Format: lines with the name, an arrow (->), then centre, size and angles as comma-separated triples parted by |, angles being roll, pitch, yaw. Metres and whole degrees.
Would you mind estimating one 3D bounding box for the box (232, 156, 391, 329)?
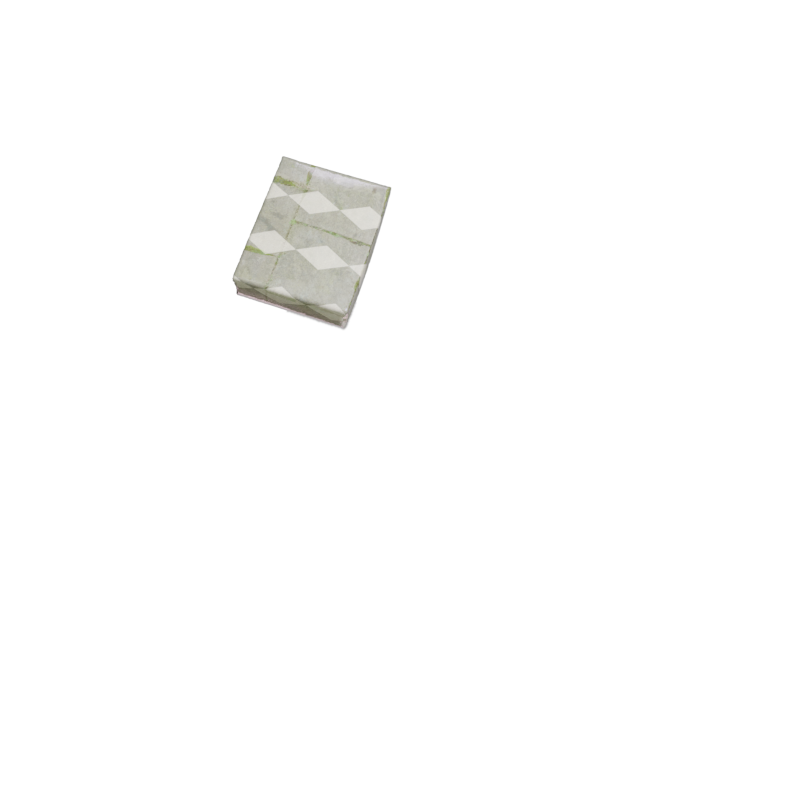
box -> -0.066, -0.120, 0.843 | 0.091, 0.118, 0.037 | 16, -24, 7
